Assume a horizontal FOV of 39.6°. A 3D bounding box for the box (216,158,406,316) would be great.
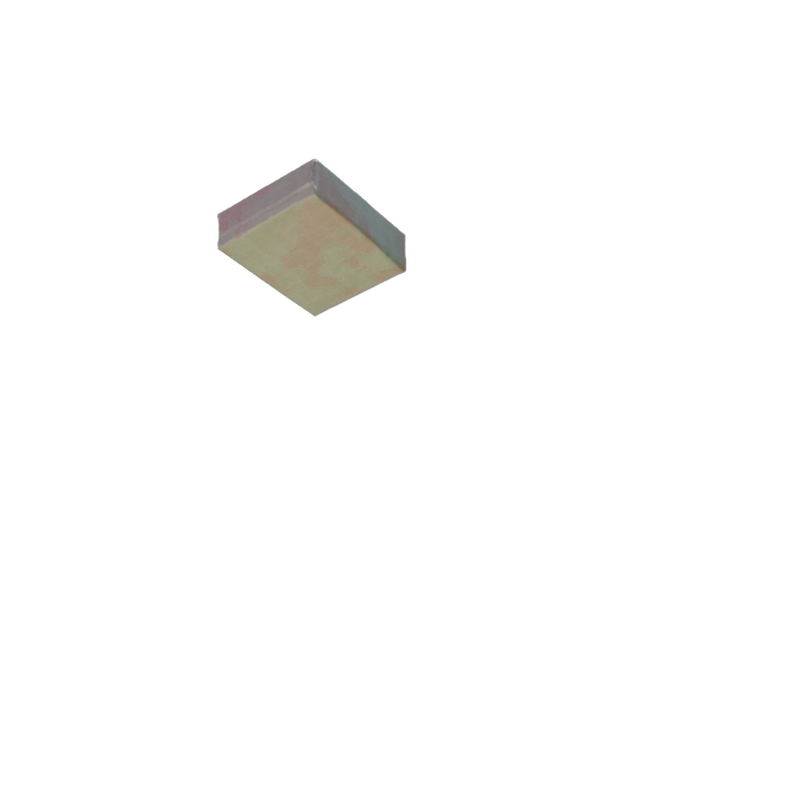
[{"bbox_3d":[-0.062,-0.113,0.794,0.090,0.042,0.105,-24,-42,29],"label":"box"}]
